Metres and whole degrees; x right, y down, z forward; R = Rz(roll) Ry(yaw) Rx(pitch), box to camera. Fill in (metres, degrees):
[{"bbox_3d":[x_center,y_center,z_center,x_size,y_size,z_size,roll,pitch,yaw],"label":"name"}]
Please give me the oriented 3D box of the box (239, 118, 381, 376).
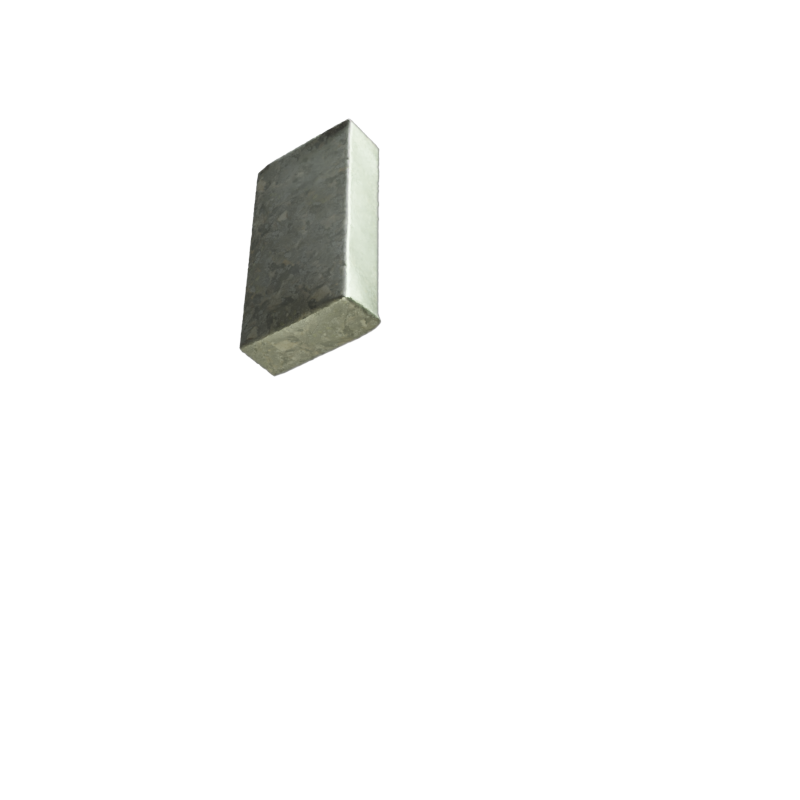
[{"bbox_3d":[-0.062,-0.112,0.784,0.093,0.189,0.045,-26,-44,26],"label":"box"}]
